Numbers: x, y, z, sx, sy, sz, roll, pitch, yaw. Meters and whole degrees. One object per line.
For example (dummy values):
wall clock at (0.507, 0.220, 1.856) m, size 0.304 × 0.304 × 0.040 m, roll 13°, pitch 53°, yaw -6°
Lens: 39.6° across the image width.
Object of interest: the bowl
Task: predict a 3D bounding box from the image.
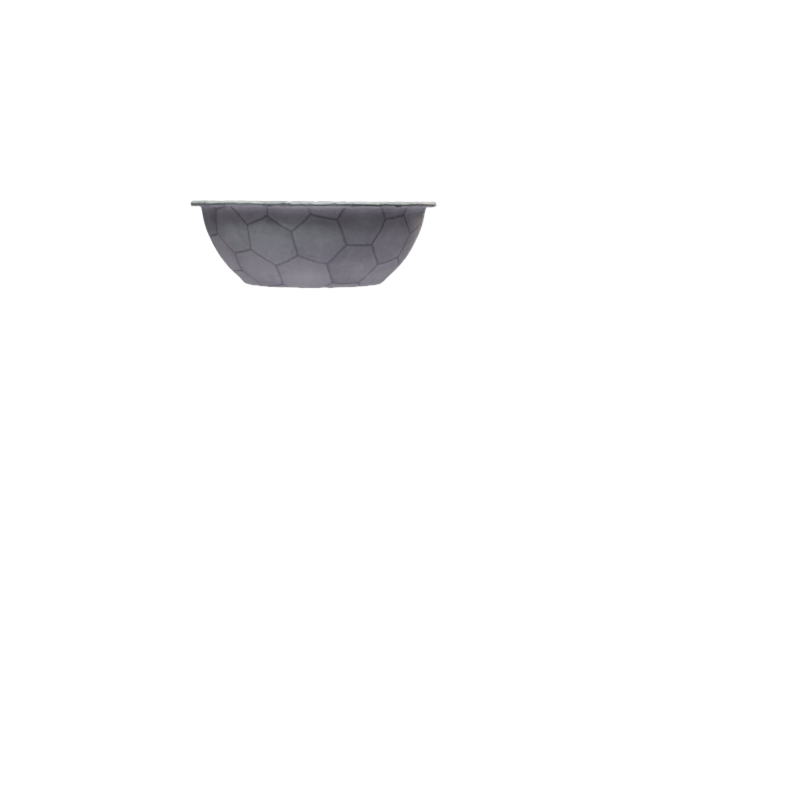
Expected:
bowl at (-0.057, -0.104, 0.731) m, size 0.162 × 0.054 × 0.165 m, roll 0°, pitch 9°, yaw -2°
